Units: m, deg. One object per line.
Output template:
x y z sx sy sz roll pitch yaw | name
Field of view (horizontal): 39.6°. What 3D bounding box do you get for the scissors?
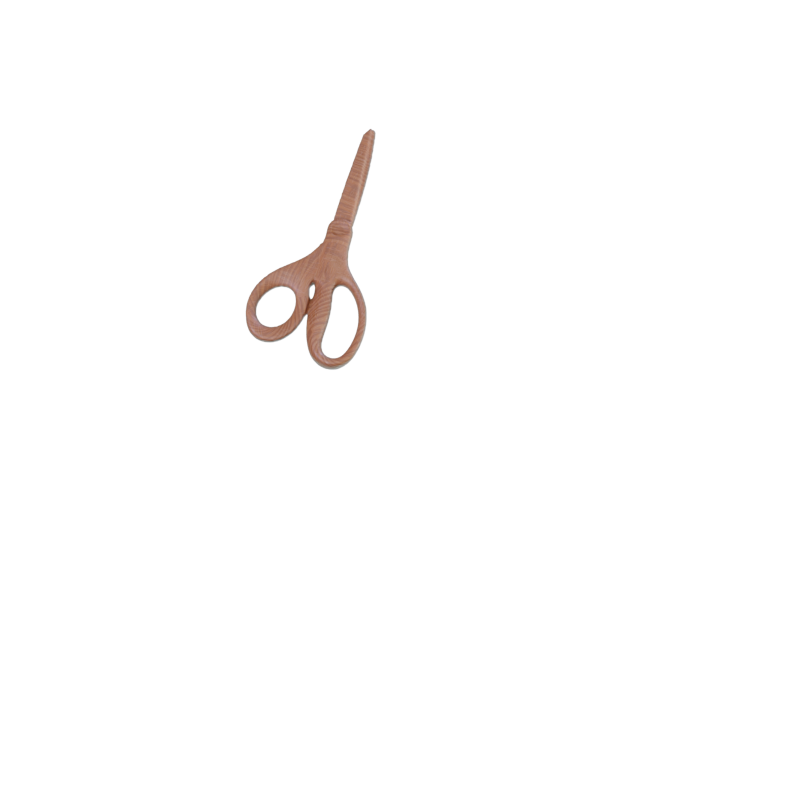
-0.065 -0.118 0.827 0.096 0.214 0.015 -1 -27 -1 | scissors
